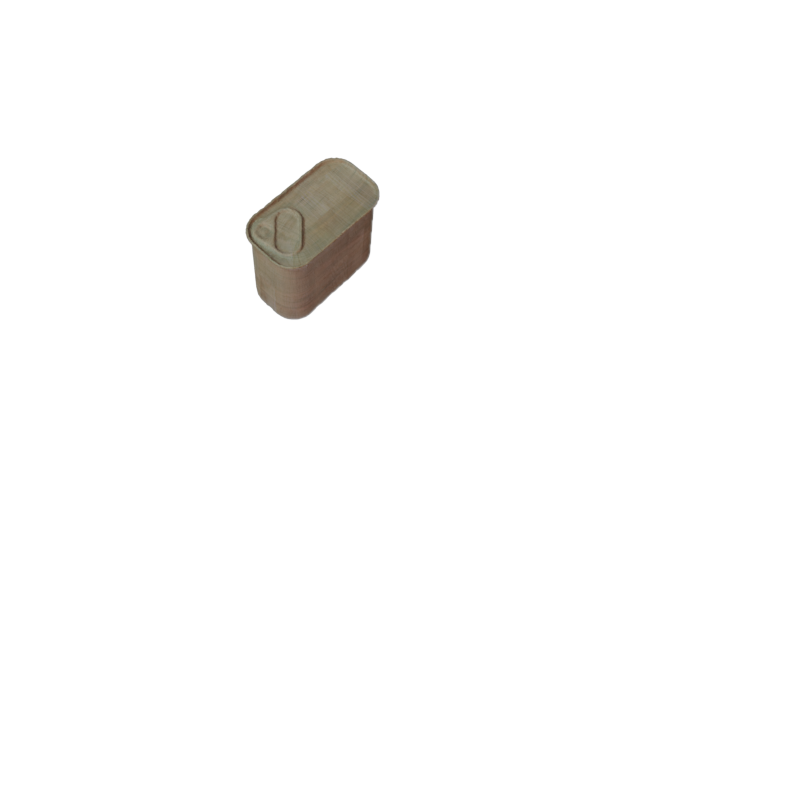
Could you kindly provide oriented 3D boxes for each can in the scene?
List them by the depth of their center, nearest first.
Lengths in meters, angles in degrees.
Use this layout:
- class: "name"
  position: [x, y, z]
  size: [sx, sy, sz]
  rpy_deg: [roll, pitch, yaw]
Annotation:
- class: "can"
  position: [-0.065, -0.119, 0.835]
  size: [0.060, 0.103, 0.079]
  rpy_deg: [40, -23, 17]
